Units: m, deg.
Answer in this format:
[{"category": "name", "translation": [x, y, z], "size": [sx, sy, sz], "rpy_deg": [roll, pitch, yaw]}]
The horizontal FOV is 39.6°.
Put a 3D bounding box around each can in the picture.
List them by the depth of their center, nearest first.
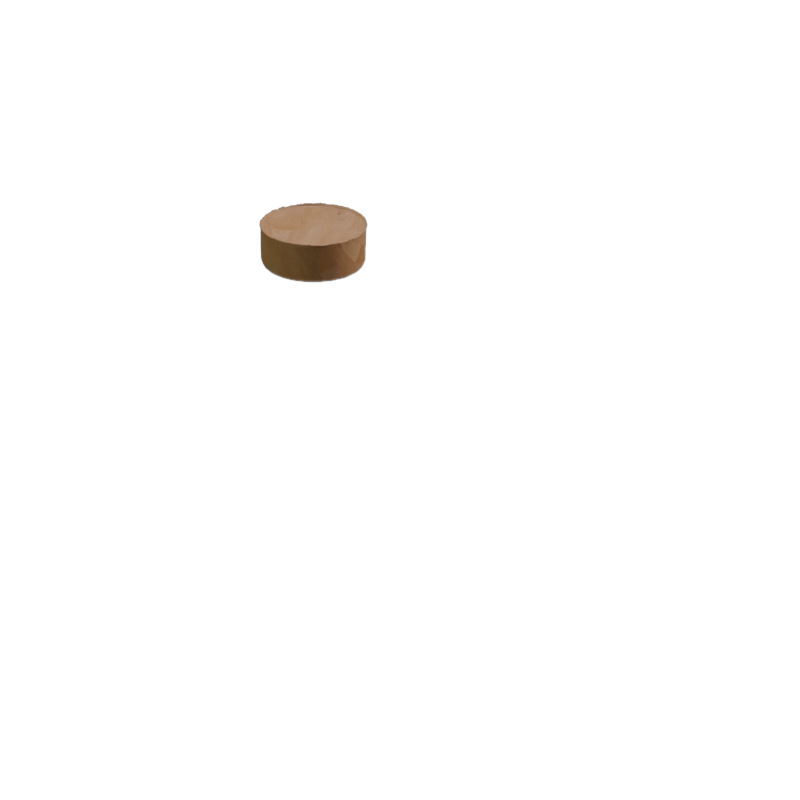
[{"category": "can", "translation": [-0.069, -0.127, 0.887], "size": [0.086, 0.032, 0.091], "rpy_deg": [-1, 30, -2]}]
